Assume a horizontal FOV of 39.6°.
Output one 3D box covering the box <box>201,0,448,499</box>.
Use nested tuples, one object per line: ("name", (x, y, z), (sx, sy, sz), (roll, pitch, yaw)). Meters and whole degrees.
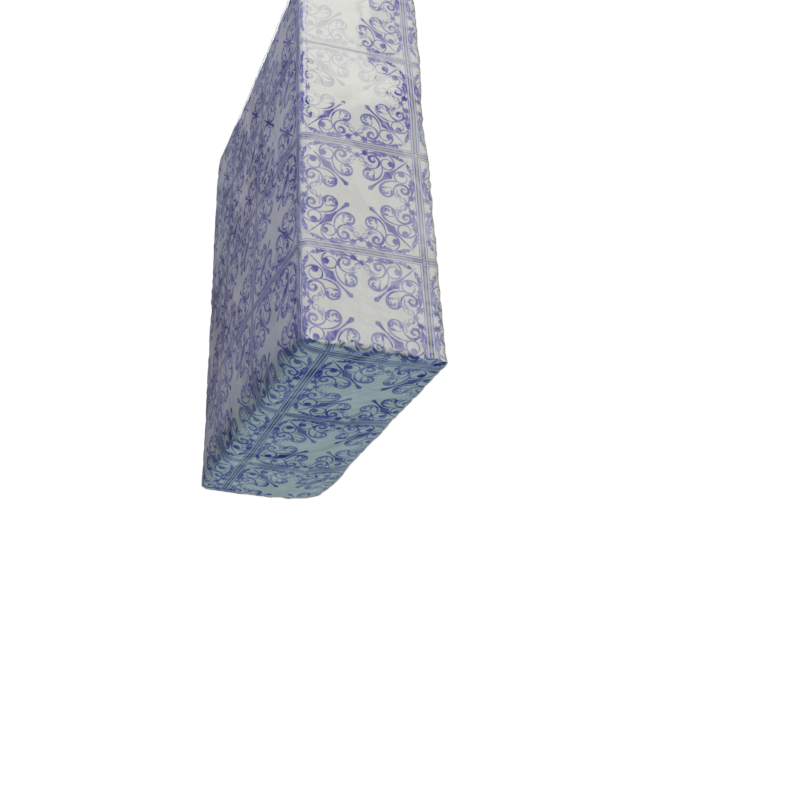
("box", (-0.044, -0.080, 0.558), (0.070, 0.228, 0.158), (10, -33, -20))
